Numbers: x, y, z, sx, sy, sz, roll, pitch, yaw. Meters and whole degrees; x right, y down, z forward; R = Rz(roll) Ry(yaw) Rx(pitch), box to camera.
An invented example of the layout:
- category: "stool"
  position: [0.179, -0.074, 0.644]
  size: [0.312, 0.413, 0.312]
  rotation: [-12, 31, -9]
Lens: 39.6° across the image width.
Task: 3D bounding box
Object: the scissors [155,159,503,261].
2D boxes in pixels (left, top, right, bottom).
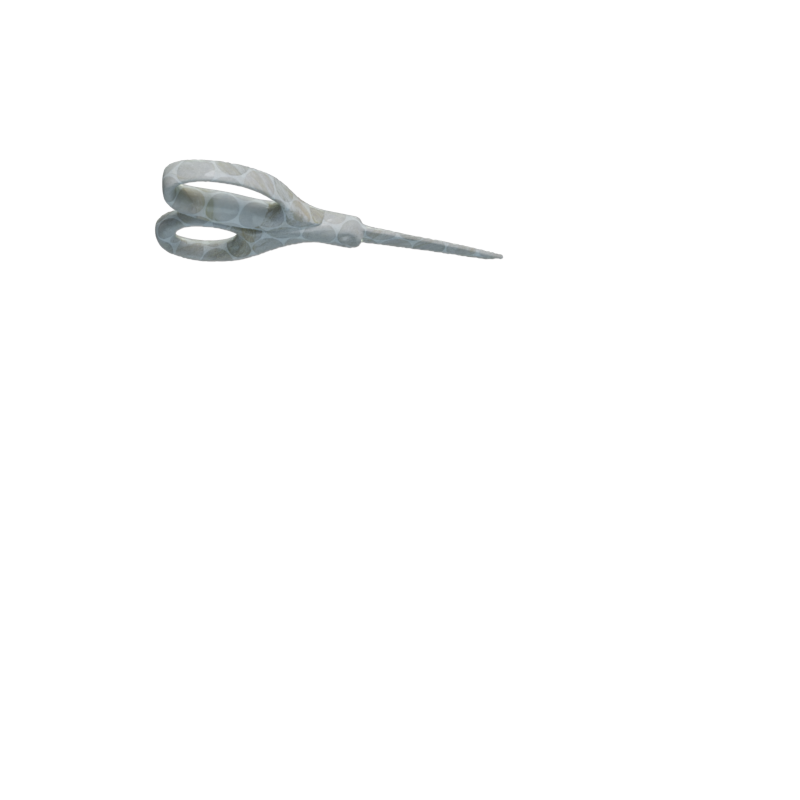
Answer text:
- category: "scissors"
  position: [-0.049, -0.089, 0.622]
  size: [0.192, 0.017, 0.096]
  rotation: [15, -27, -32]
